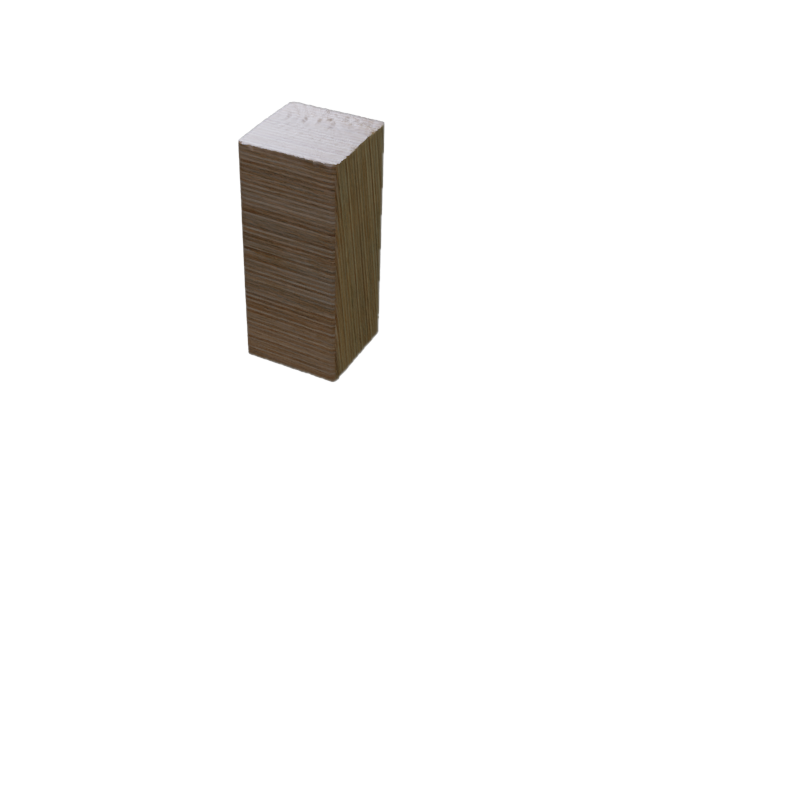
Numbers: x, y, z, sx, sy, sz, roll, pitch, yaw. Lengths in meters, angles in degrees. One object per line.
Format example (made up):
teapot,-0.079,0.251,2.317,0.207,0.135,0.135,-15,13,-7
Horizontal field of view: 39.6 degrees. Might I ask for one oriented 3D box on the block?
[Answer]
block,-0.073,-0.132,0.928,0.094,0.193,0.092,17,37,21
